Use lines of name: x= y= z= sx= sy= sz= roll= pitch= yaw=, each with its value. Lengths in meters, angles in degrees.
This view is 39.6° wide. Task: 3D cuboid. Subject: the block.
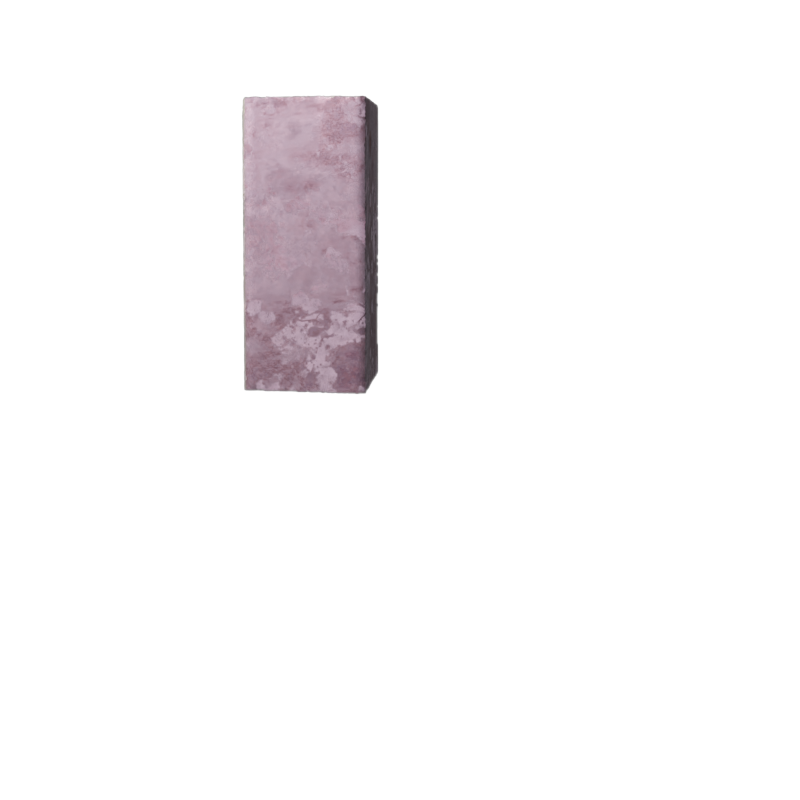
block: x=-0.064 y=-0.116 z=0.813 sx=0.091 sy=0.204 sz=0.091 roll=1 pitch=4 yaw=6
